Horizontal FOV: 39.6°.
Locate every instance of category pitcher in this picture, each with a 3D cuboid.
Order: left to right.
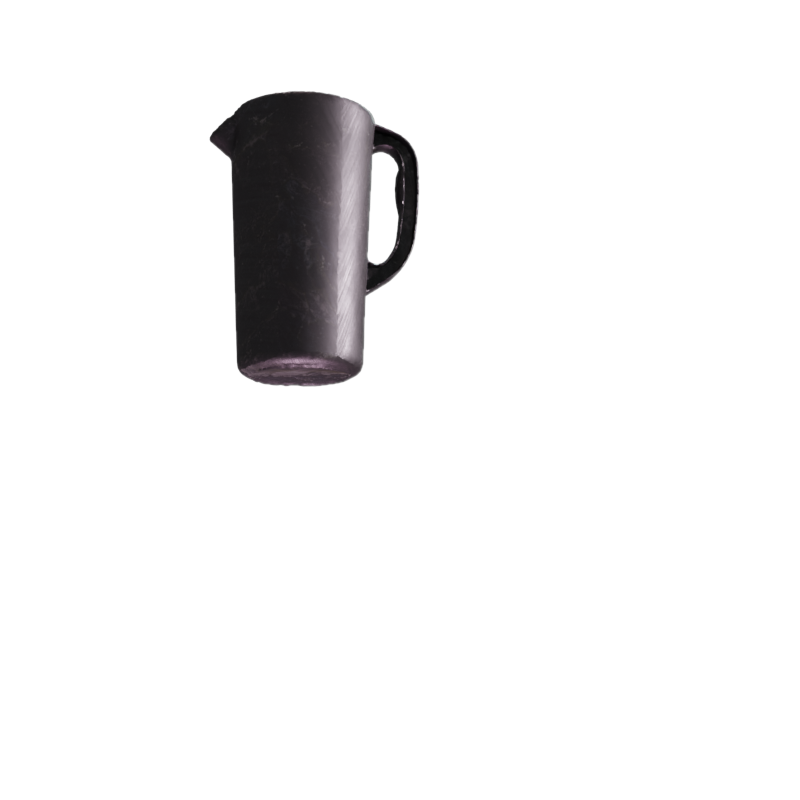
[{"bbox_3d":[-0.077,-0.140,0.979,0.152,0.253,0.136,-12,-19,34],"label":"pitcher"}]
